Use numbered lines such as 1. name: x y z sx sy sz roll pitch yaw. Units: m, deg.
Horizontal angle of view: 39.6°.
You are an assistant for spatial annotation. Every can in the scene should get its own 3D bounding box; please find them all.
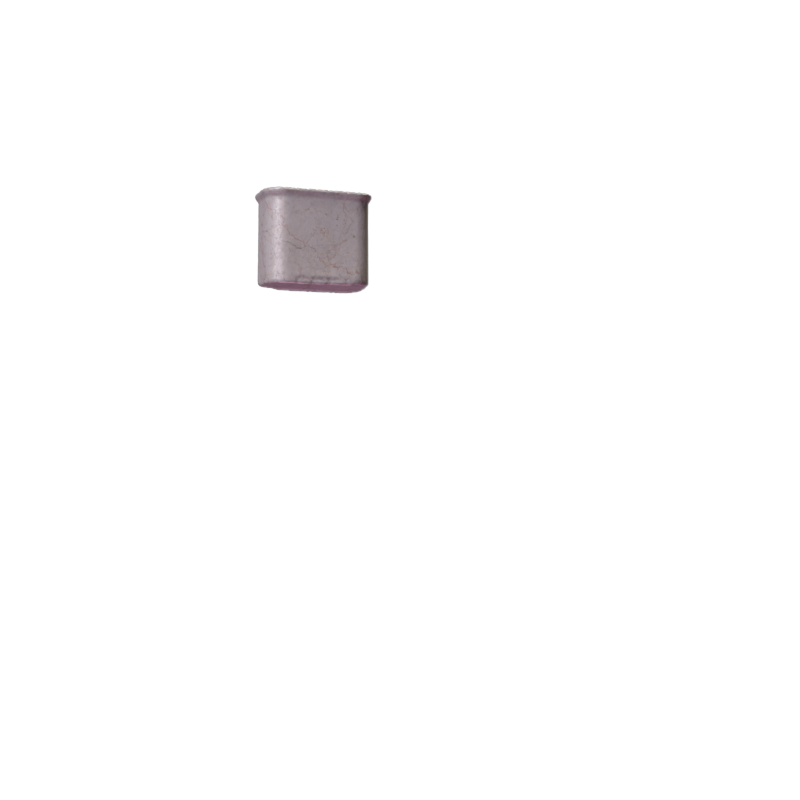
1. can: -0.077 -0.141 0.986 0.099 0.086 0.058 2 -8 -19
